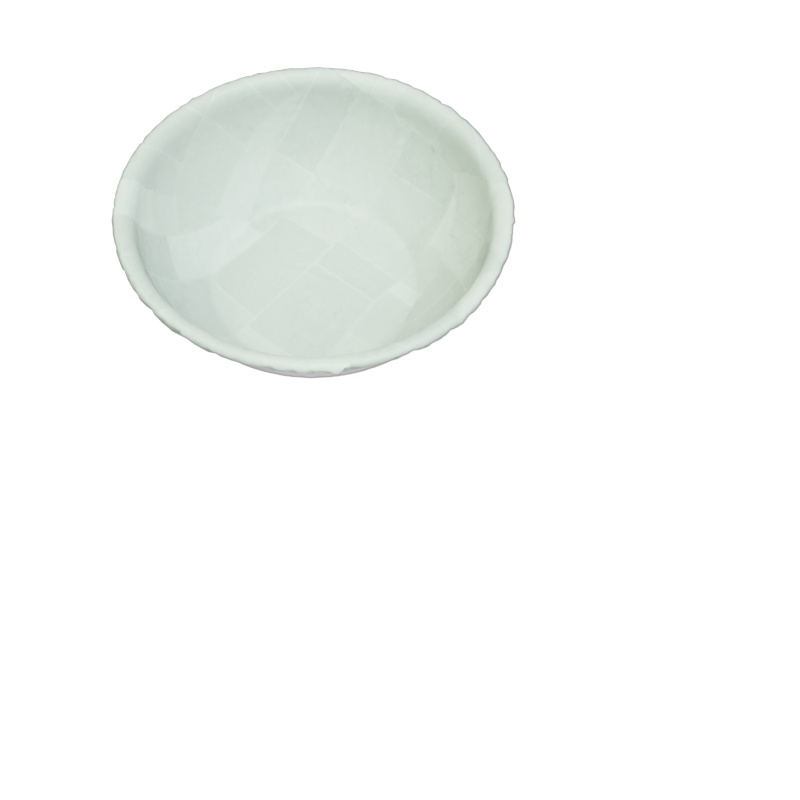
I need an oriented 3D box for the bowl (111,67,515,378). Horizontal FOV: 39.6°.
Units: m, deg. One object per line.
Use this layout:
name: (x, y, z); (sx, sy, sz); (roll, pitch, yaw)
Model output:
bowl: (-0.036, -0.066, 0.466); (0.162, 0.174, 0.051); (-1, -36, -1)
